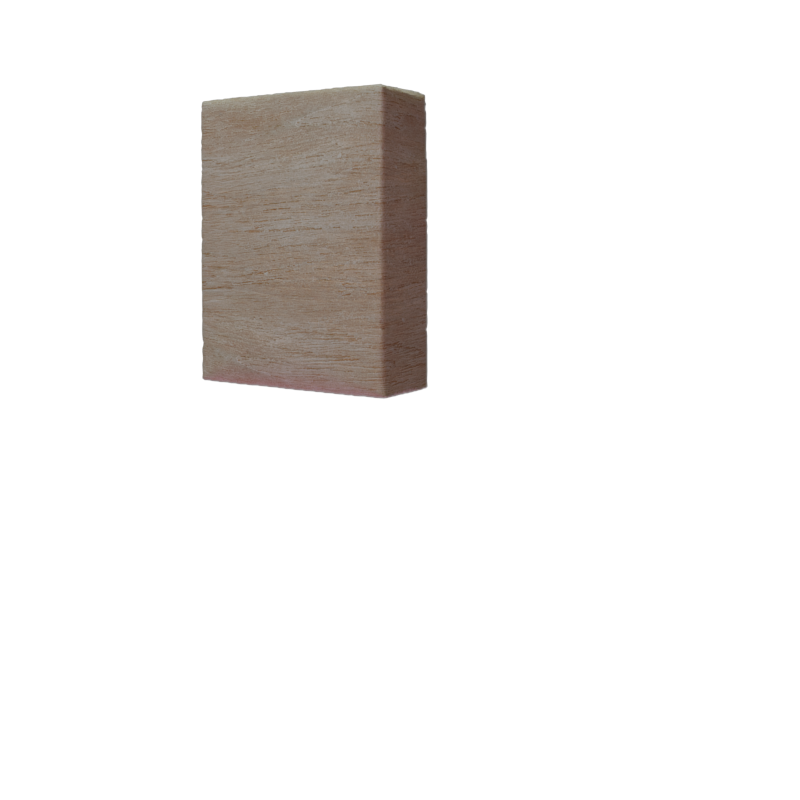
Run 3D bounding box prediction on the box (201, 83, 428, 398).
[{"bbox_3d":[-0.064,-0.116,0.815,0.170,0.213,0.069,2,2,34],"label":"box"}]
